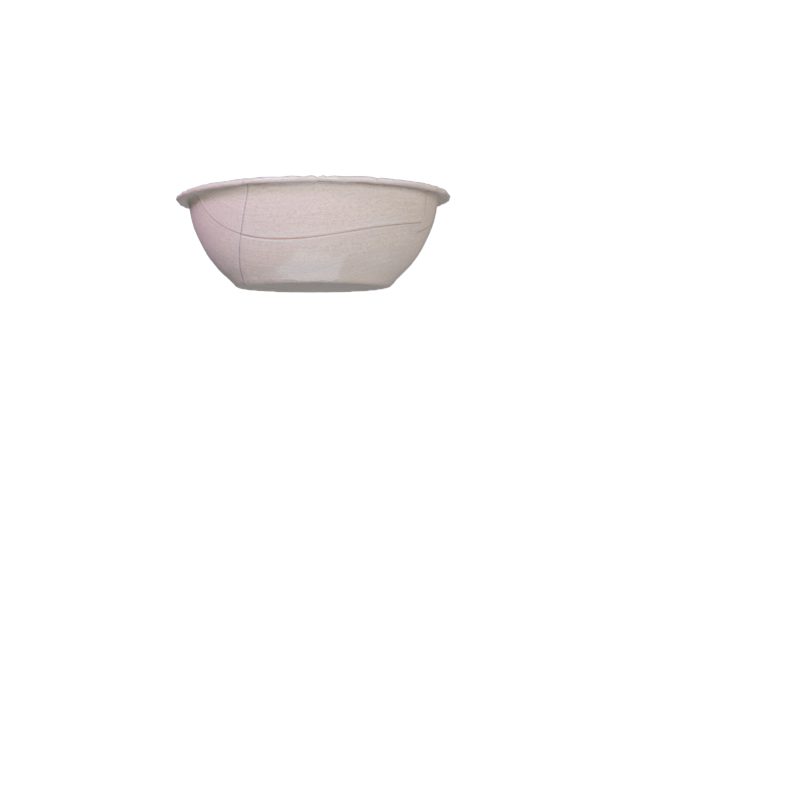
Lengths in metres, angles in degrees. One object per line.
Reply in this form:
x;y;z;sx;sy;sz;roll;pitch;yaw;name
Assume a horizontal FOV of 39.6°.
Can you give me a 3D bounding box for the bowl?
-0.051;-0.094;0.655;0.162;0.055;0.161;0;1;-2;bowl
